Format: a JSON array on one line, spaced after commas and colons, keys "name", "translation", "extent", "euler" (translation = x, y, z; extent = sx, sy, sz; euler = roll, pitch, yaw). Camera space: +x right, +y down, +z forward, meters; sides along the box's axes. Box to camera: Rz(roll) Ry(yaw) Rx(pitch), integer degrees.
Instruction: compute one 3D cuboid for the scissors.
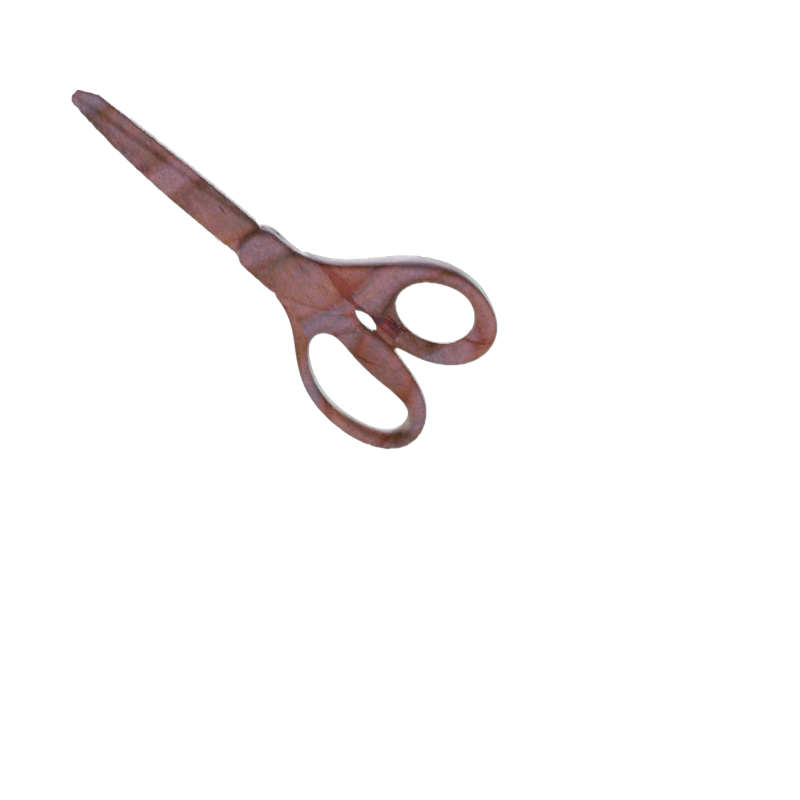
[{"name": "scissors", "translation": [-0.035, -0.064, 0.449], "extent": [0.096, 0.192, 0.017], "euler": [-29, 21, 12]}]
